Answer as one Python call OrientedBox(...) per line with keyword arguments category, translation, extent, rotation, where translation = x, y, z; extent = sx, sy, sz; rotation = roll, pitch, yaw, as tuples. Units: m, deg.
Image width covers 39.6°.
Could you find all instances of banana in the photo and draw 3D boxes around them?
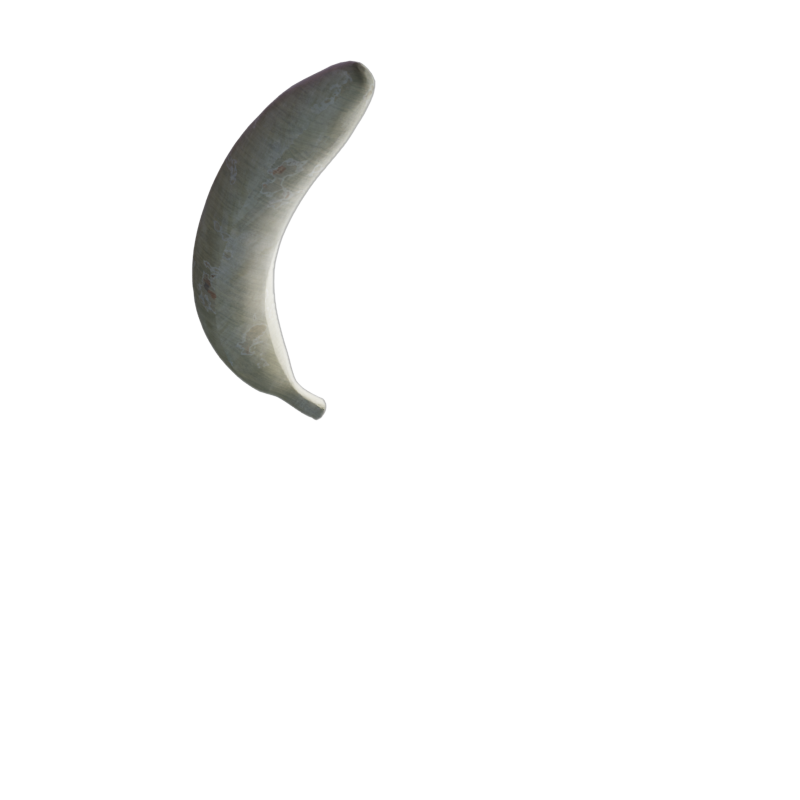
OrientedBox(category="banana", translation=(-0.057, -0.069, 0.493), extent=(0.069, 0.185, 0.039), rotation=(5, 44, -6))
